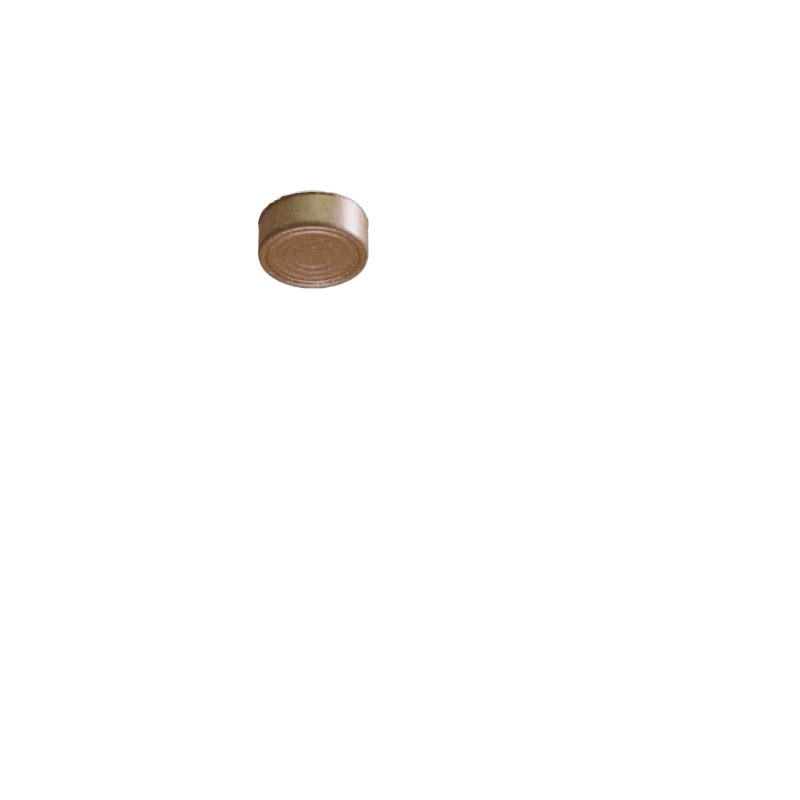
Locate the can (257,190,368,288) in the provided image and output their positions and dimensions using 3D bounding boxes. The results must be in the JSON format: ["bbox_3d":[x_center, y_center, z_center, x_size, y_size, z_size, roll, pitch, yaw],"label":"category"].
[{"bbox_3d":[-0.066,-0.121,0.848,0.086,0.036,0.080,1,-31,-2],"label":"can"}]
